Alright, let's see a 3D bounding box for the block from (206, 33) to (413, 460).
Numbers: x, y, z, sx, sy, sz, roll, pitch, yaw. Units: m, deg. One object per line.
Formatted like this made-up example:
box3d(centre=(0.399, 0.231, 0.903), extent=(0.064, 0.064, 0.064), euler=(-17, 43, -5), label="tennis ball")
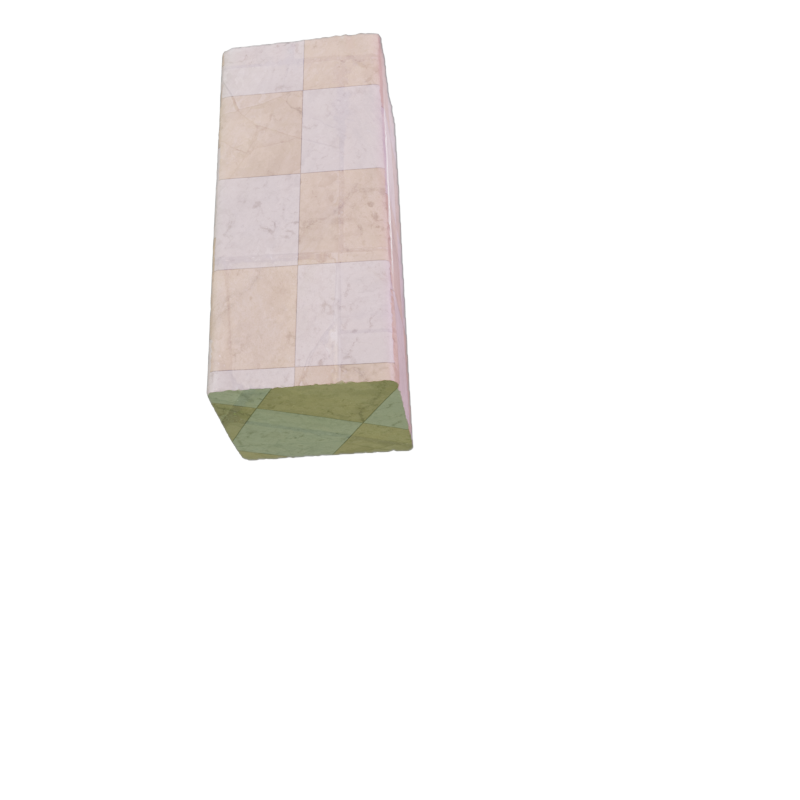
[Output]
box3d(centre=(-0.046, -0.084, 0.587), extent=(0.091, 0.219, 0.084), euler=(-5, -29, 5), label="block")
